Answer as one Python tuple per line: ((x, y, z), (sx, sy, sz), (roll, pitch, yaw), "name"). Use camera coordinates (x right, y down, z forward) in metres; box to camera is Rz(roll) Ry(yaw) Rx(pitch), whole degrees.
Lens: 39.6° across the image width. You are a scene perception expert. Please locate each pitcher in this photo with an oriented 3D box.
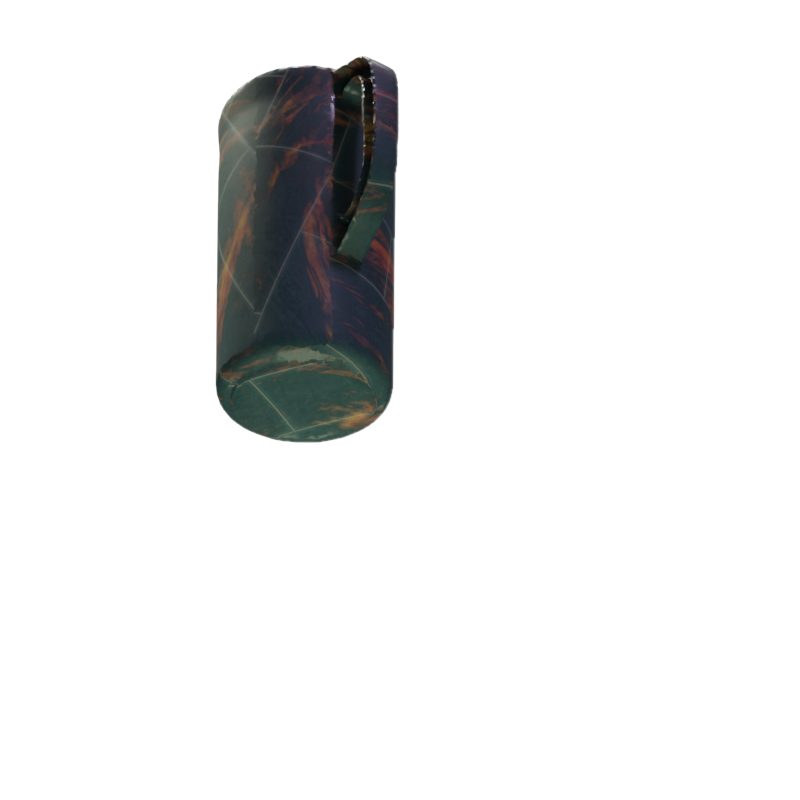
((-0.058, -0.105, 0.738), (0.146, 0.261, 0.138), (-9, -38, 9), "pitcher")
